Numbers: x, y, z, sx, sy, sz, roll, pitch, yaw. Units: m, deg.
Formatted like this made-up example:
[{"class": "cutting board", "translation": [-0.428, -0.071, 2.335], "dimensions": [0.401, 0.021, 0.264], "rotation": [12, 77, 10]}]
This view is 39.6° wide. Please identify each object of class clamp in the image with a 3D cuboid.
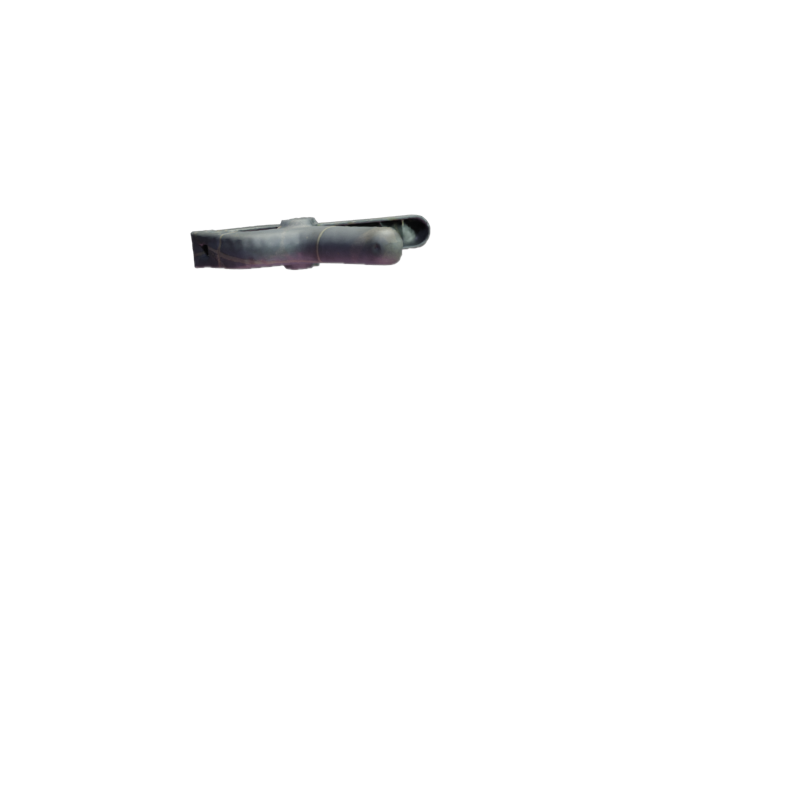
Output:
[{"class": "clamp", "translation": [-0.062, -0.113, 0.791], "dimensions": [0.177, 0.039, 0.118], "rotation": [4, 9, 22]}]
